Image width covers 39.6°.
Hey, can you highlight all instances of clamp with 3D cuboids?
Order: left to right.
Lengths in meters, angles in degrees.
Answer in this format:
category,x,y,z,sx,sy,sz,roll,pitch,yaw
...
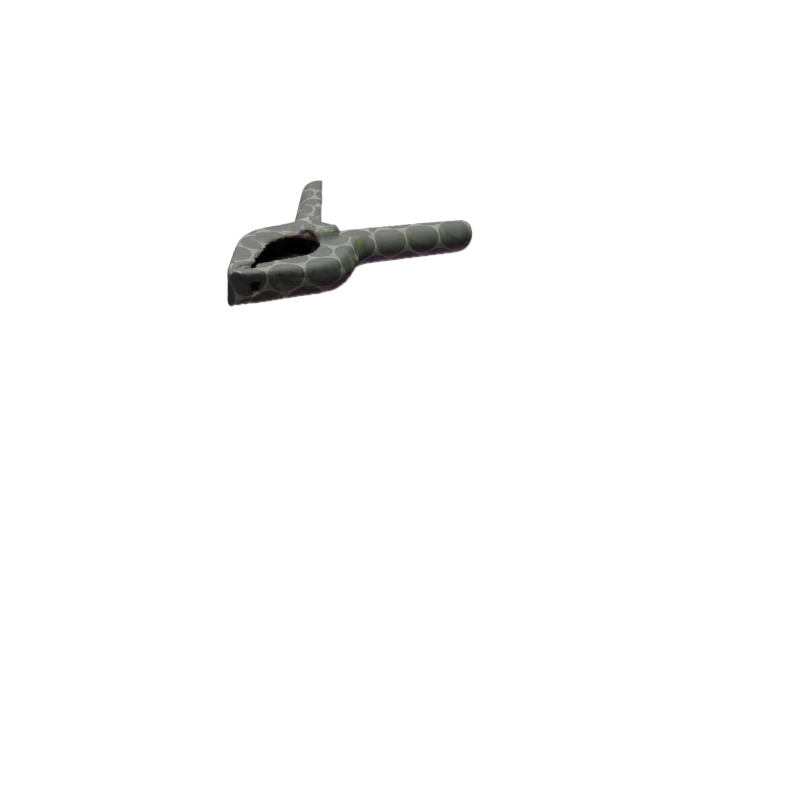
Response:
category,x,y,z,sx,sy,sz,roll,pitch,yaw
clamp,-0.068,-0.125,0.872,0.175,0.034,0.209,24,37,36
